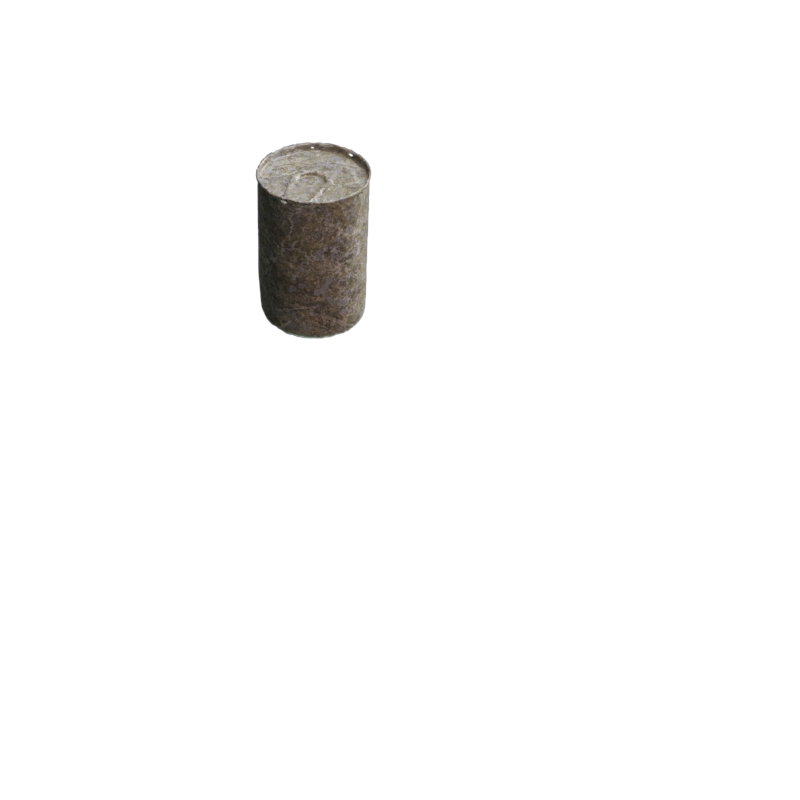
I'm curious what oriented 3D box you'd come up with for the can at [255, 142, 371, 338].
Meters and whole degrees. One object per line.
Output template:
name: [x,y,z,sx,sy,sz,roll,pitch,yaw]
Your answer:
can: [-0.053,-0.097,0.679,0.068,0.095,0.073,0,38,-3]
